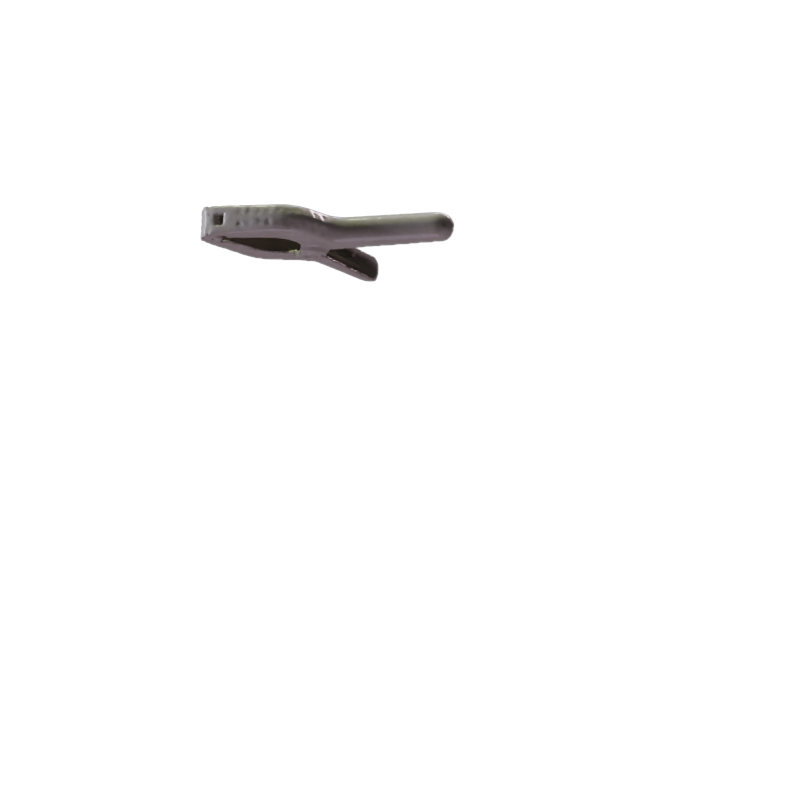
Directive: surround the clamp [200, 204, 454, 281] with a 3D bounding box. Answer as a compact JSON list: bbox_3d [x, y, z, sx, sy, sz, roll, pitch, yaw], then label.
[{"bbox_3d":[-0.078,-0.142,0.994,0.205,0.038,0.163,3,-11,-16],"label":"clamp"}]
